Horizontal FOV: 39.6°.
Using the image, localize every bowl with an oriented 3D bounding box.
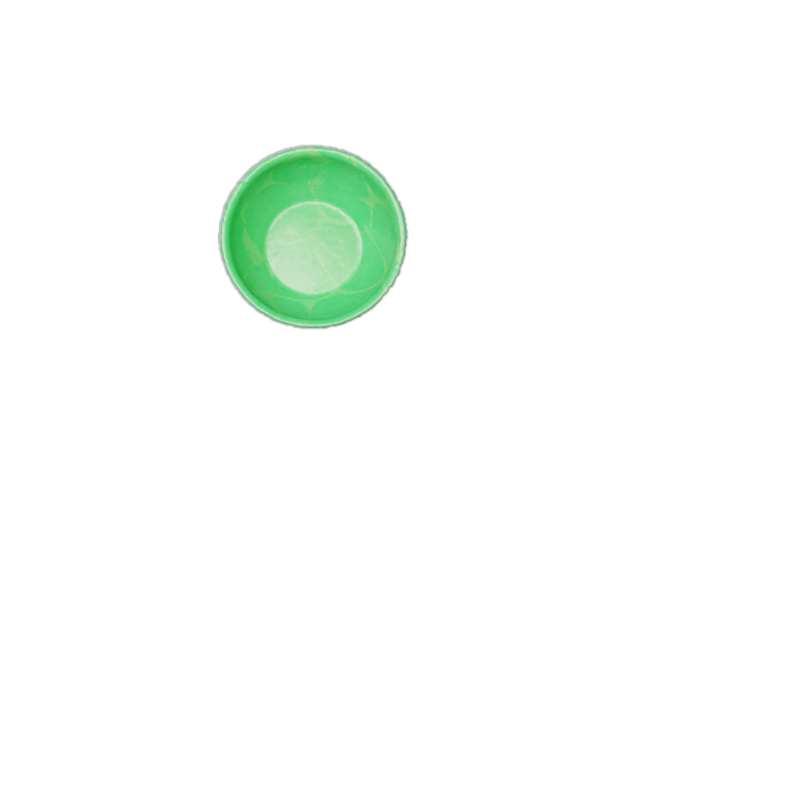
[{"bbox_3d":[-0.077,-0.140,0.981,0.162,0.167,0.054,0,-11,-1],"label":"bowl"}]
